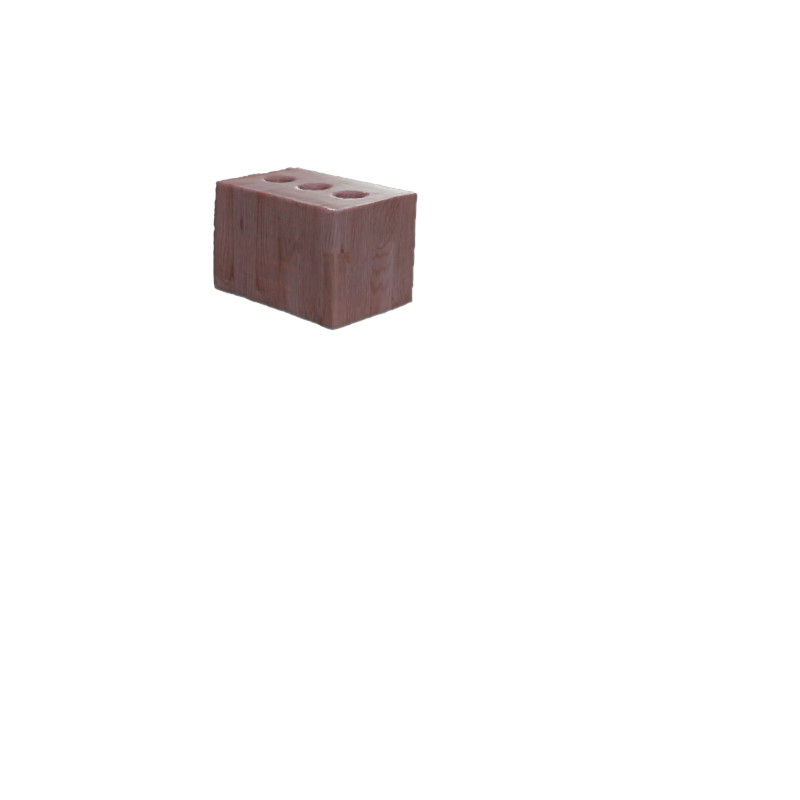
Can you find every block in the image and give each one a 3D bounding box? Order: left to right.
[{"bbox_3d":[-0.038,-0.070,0.487,0.083,0.049,0.052,19,27,40],"label":"block"}]
